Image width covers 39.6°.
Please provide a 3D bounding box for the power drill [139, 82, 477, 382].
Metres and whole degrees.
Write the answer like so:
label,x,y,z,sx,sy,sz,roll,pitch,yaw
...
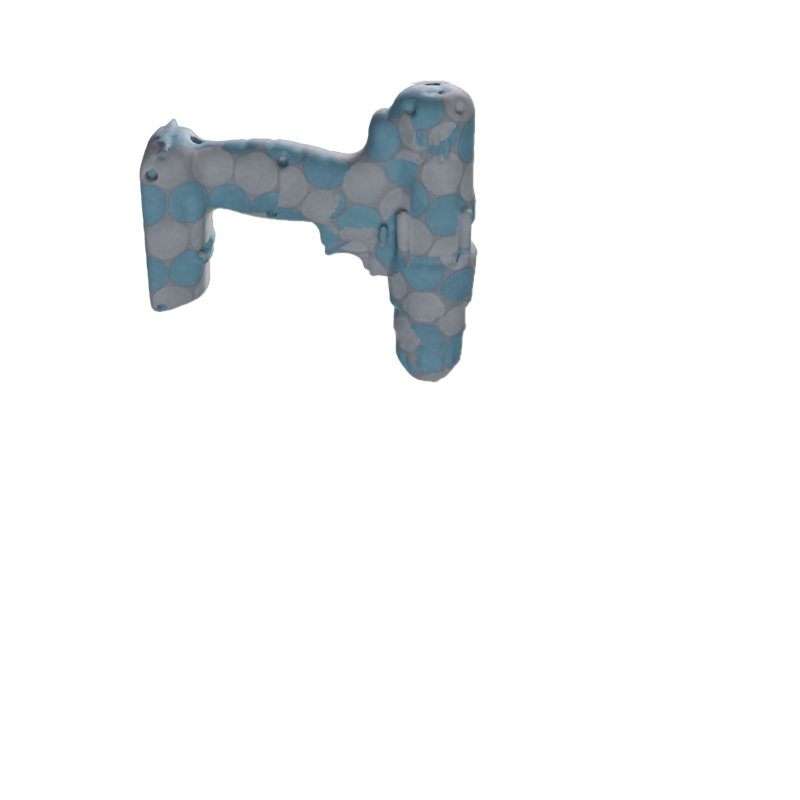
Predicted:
label,x,y,z,sx,sy,sz,roll,pitch,yaw
power drill,-0.050,-0.091,0.636,0.187,0.174,0.061,-1,27,0
